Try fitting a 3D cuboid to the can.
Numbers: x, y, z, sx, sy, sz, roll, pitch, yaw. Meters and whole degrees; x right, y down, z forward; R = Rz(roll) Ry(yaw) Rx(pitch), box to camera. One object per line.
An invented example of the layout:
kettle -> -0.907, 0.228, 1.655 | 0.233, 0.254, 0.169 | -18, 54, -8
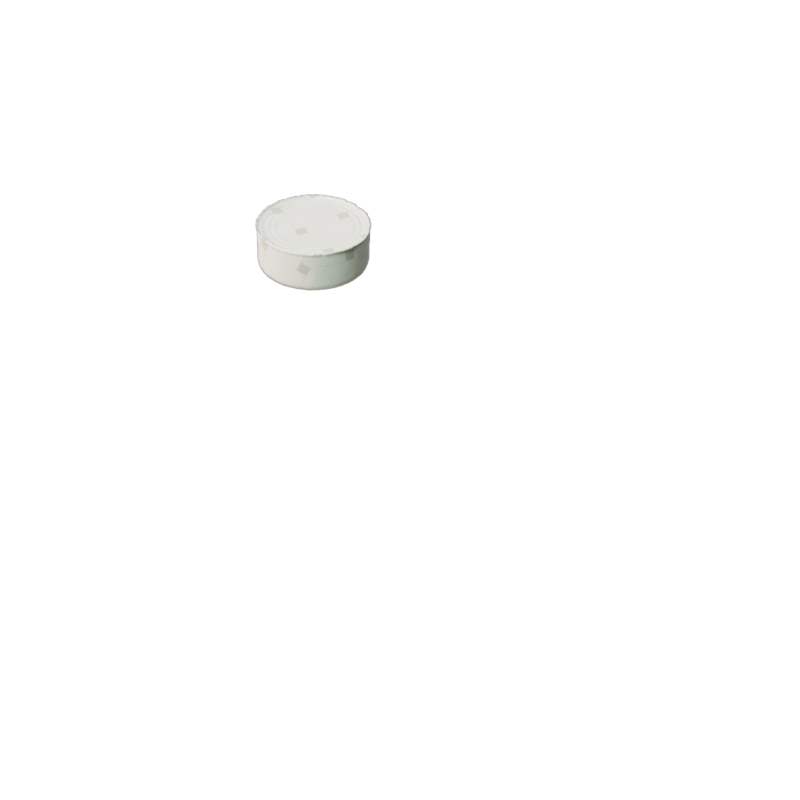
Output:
can -> -0.065, -0.118, 0.827 | 0.086, 0.031, 0.092 | -1, 37, -2
